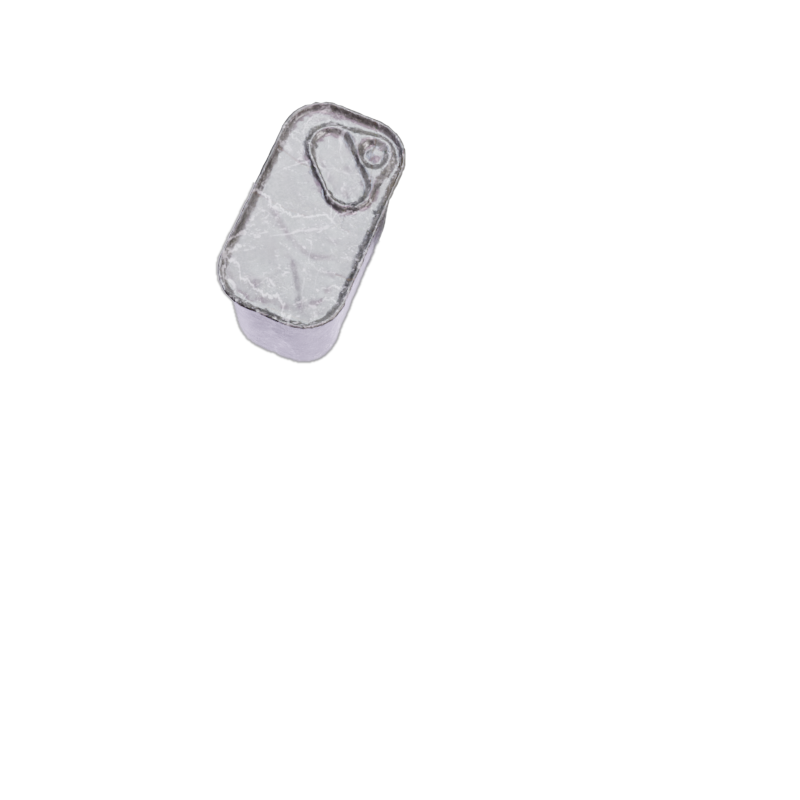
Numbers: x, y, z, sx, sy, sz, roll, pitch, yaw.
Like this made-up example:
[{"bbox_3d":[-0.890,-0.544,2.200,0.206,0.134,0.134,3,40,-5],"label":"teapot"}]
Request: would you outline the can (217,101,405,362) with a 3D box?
[{"bbox_3d":[-0.040,-0.074,0.515,0.058,0.105,0.081,22,-15,2],"label":"can"}]
